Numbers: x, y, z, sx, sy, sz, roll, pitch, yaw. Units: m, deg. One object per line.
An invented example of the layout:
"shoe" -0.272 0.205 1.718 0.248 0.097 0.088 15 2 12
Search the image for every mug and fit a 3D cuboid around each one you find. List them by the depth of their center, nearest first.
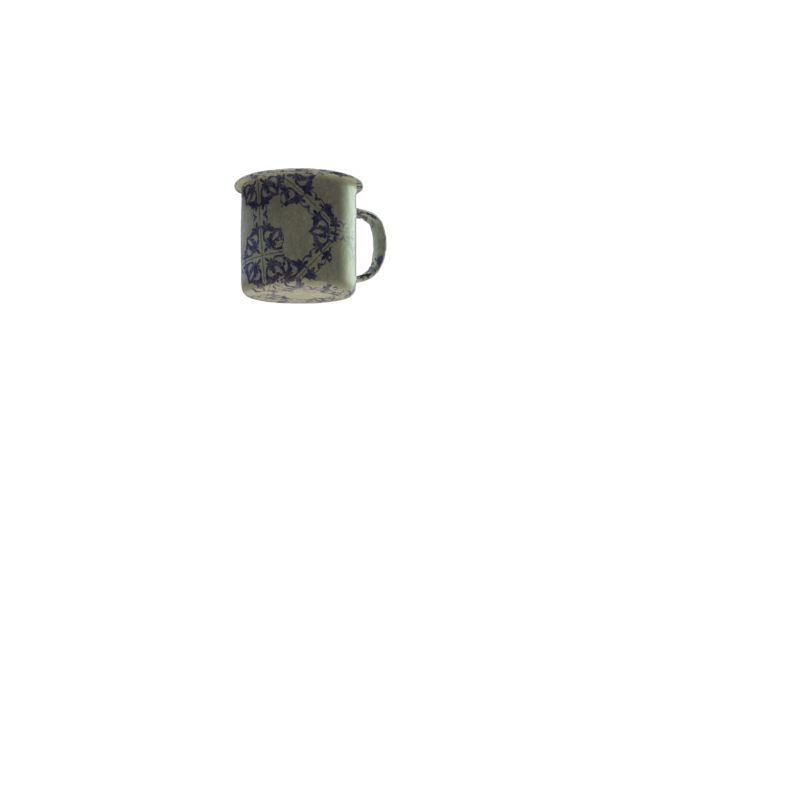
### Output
"mug" -0.062 -0.113 0.795 0.113 0.083 0.095 4 -8 -31
